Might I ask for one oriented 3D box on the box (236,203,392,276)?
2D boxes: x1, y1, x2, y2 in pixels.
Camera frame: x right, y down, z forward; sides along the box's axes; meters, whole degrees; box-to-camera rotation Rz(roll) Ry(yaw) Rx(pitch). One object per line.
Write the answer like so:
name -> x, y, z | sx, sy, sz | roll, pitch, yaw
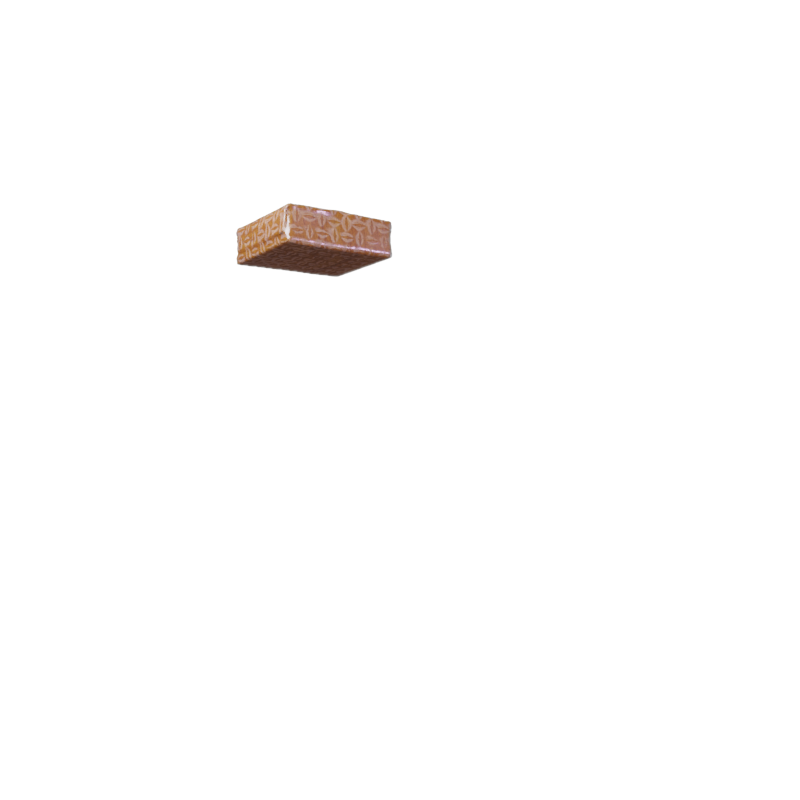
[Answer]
box -> -0.062, -0.113, 0.793 | 0.085, 0.031, 0.074 | 5, -10, -33
